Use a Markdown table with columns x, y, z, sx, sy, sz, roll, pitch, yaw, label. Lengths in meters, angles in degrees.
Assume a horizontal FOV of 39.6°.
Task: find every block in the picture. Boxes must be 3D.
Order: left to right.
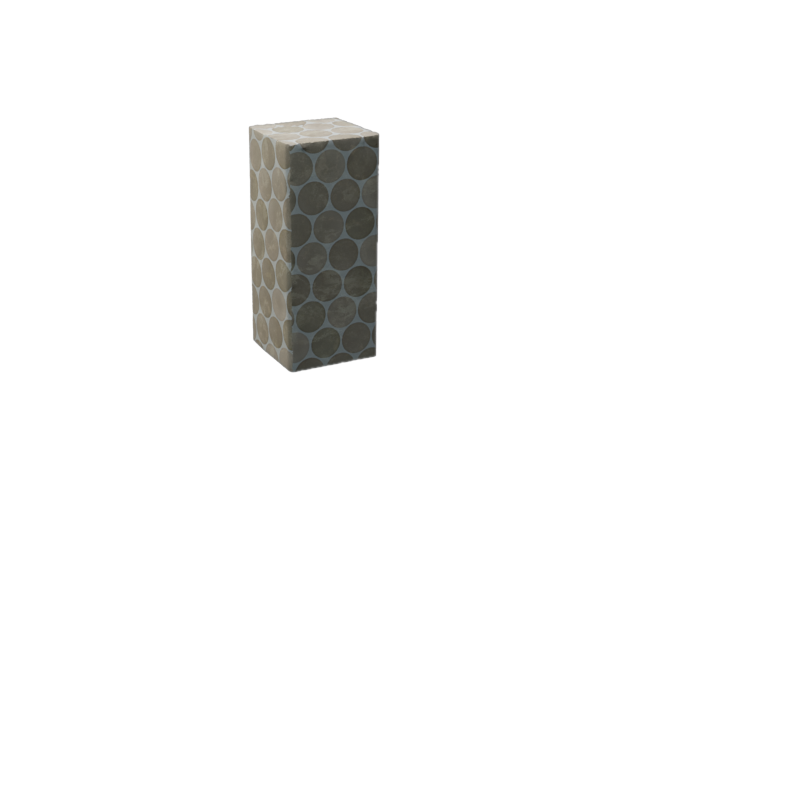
| x | y | z | sx | sy | sz | roll | pitch | yaw | label |
| --- | --- | --- | --- | --- | --- | --- | --- | --- | --- |
| -0.078 | -0.142 | 0.998 | 0.089 | 0.198 | 0.096 | -9 | 22 | -26 | block |
